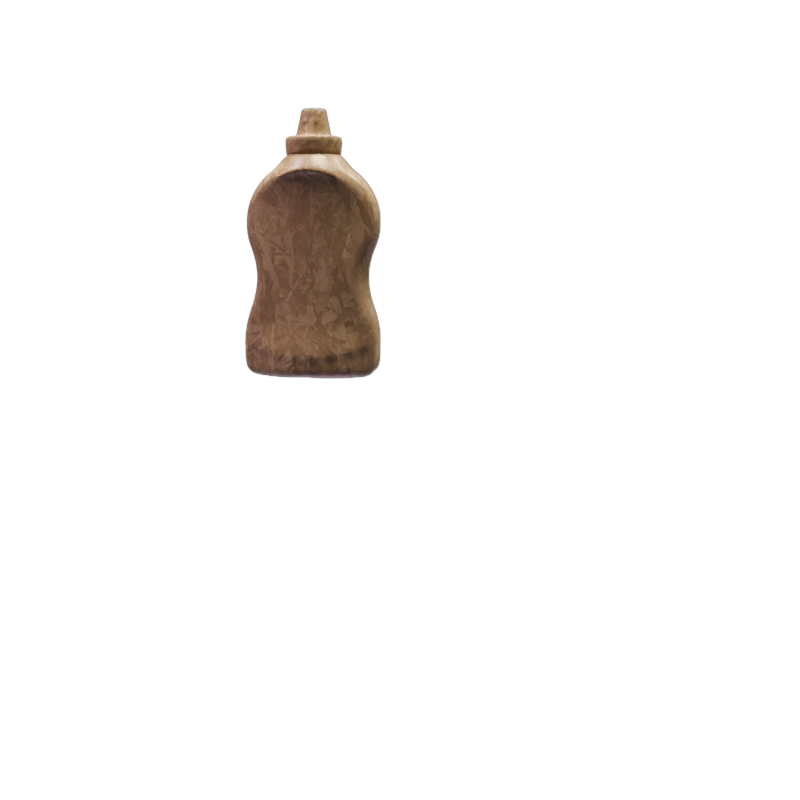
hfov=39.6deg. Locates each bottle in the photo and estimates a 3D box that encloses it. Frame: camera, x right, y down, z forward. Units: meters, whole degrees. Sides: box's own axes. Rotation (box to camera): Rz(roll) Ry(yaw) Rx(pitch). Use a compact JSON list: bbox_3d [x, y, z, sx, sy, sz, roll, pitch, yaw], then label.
[{"bbox_3d":[-0.063,-0.114,0.801,0.098,0.191,0.058,1,2,12],"label":"bottle"}]
